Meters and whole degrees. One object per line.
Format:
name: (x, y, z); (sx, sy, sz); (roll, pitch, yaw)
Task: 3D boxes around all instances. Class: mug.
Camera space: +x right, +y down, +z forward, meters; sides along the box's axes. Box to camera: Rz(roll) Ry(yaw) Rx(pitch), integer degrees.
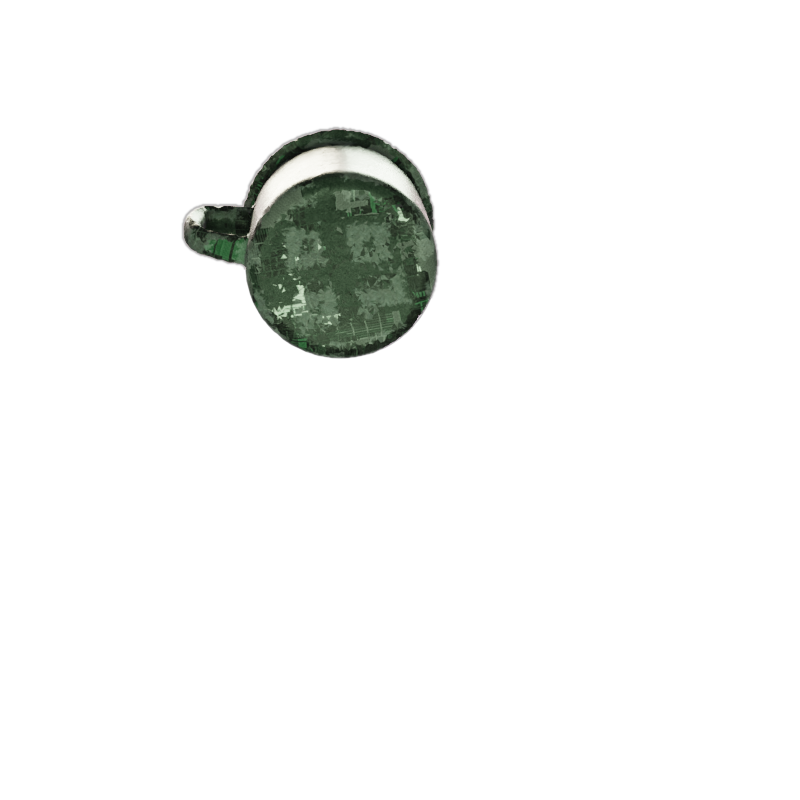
mug: (-0.039, -0.071, 0.497); (0.116, 0.090, 0.085); (9, 18, -4)
